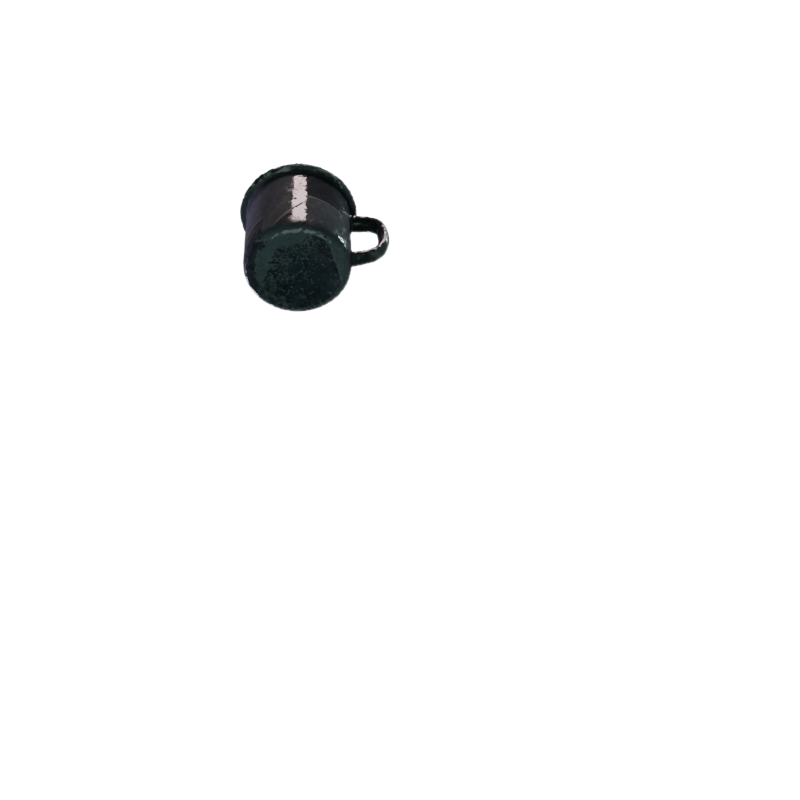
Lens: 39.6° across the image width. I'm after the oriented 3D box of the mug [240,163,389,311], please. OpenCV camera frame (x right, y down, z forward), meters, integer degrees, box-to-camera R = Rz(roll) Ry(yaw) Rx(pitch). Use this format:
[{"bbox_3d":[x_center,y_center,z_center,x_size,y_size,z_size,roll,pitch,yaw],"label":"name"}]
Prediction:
[{"bbox_3d":[-0.067,-0.122,0.857,0.117,0.087,0.087,2,37,-3],"label":"mug"}]
